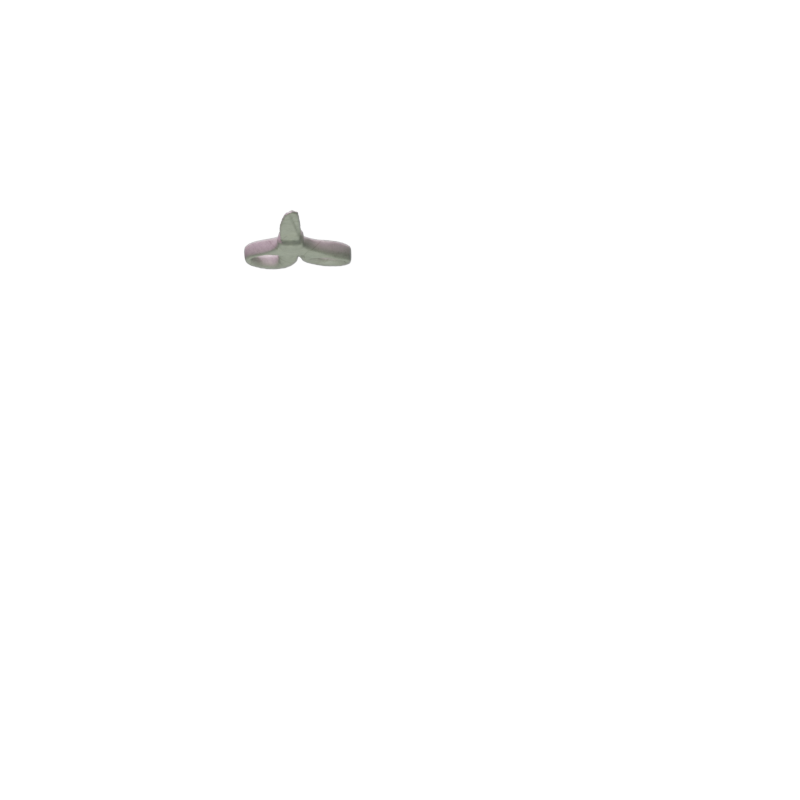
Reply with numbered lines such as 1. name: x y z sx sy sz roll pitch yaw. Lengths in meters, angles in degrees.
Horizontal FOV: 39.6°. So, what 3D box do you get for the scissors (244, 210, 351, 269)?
1. scissors: -0.066 -0.121 0.845 0.094 0.016 0.204 1 -2 -20
